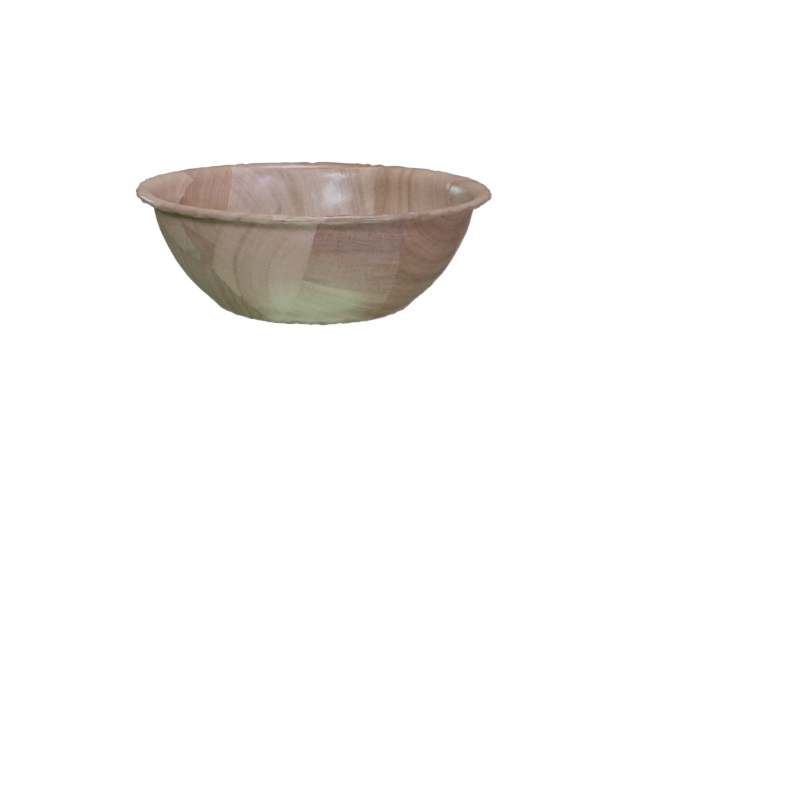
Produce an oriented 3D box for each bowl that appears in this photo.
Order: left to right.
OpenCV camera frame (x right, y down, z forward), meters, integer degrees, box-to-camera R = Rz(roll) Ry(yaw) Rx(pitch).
[{"bbox_3d":[-0.040,-0.073,0.512,0.162,0.053,0.168,-1,19,-2],"label":"bowl"}]
